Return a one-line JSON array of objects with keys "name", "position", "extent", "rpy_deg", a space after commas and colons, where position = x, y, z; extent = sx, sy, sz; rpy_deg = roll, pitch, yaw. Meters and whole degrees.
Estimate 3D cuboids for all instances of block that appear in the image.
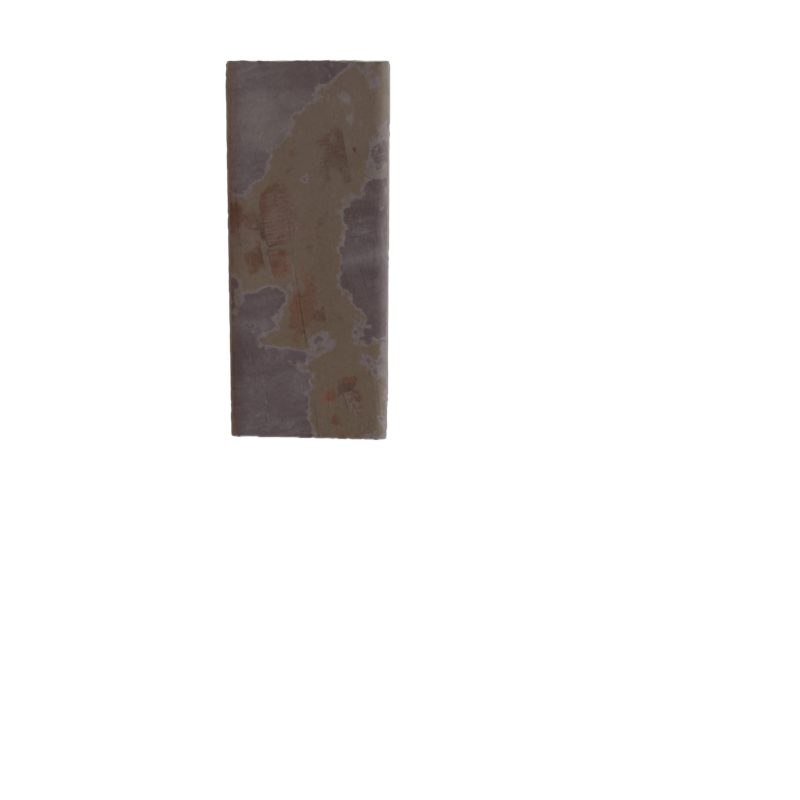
[{"name": "block", "position": [-0.051, -0.092, 0.641], "extent": [0.090, 0.202, 0.093], "rpy_deg": [1, 10, 1]}]
